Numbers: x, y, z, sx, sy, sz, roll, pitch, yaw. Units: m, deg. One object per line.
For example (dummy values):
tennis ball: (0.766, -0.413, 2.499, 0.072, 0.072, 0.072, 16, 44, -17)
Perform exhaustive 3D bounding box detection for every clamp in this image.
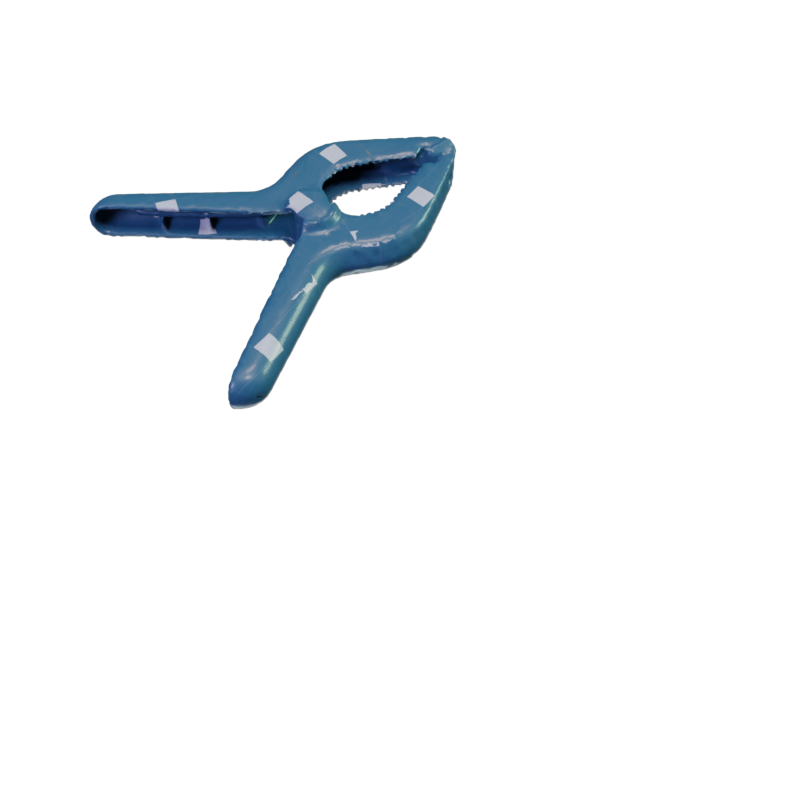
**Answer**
clamp: (-0.049, -0.089, 0.621, 0.209, 0.177, 0.034, -23, -35, -18)
